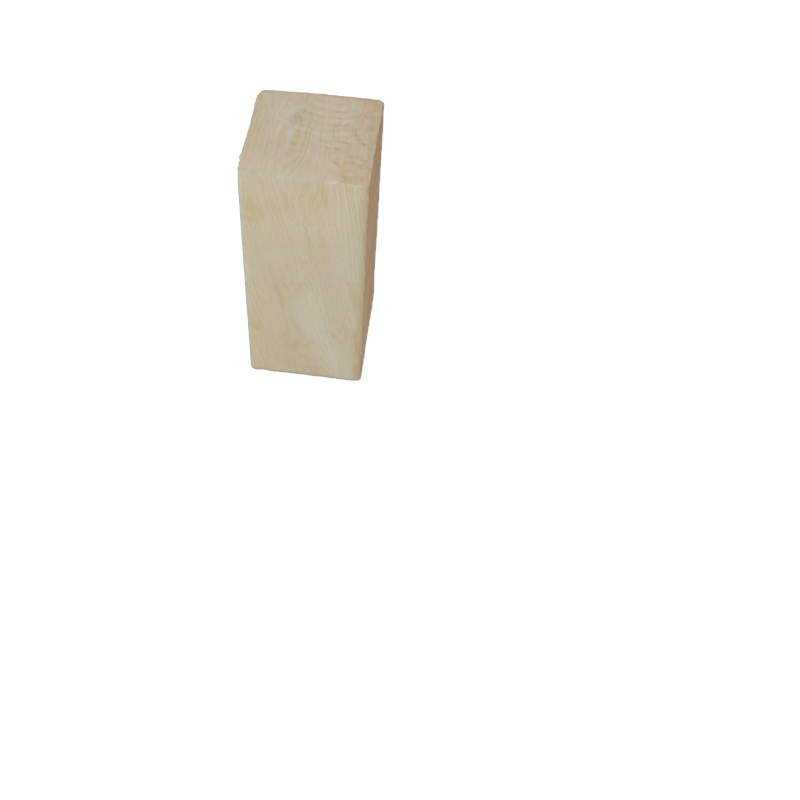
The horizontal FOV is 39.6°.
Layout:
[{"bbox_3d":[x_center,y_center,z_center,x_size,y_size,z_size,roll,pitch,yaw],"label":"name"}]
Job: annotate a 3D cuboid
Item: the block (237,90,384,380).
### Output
[{"bbox_3d":[-0.064,-0.116,0.814,0.091,0.097,0.192,7,-39,2],"label":"block"}]
